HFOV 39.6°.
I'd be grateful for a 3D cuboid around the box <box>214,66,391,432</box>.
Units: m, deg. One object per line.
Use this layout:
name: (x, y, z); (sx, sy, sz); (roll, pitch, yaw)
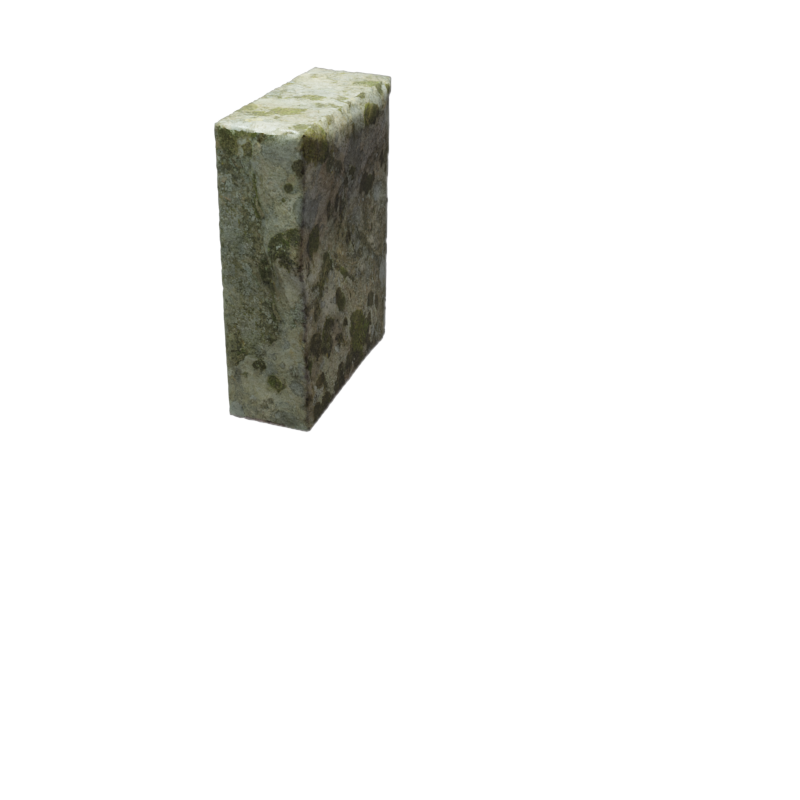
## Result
box: (-0.062, -0.113, 0.788); (0.074, 0.203, 0.168); (10, 27, 17)
